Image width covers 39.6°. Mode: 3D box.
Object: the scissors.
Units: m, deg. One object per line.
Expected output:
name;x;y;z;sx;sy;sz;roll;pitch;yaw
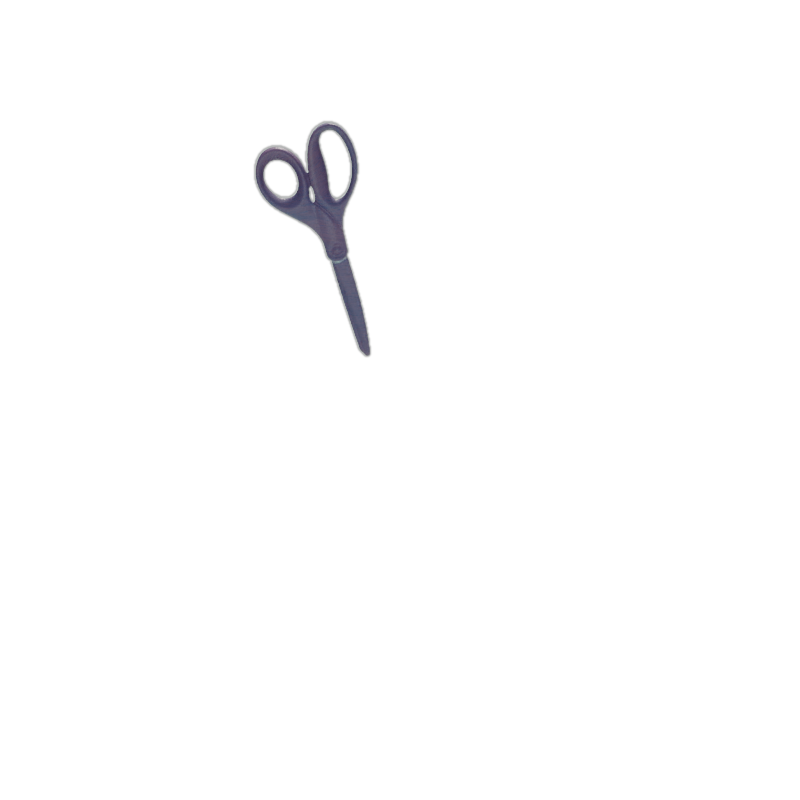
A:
scissors;-0.074;-0.135;0.944;0.096;0.198;0.016;0;8;0
